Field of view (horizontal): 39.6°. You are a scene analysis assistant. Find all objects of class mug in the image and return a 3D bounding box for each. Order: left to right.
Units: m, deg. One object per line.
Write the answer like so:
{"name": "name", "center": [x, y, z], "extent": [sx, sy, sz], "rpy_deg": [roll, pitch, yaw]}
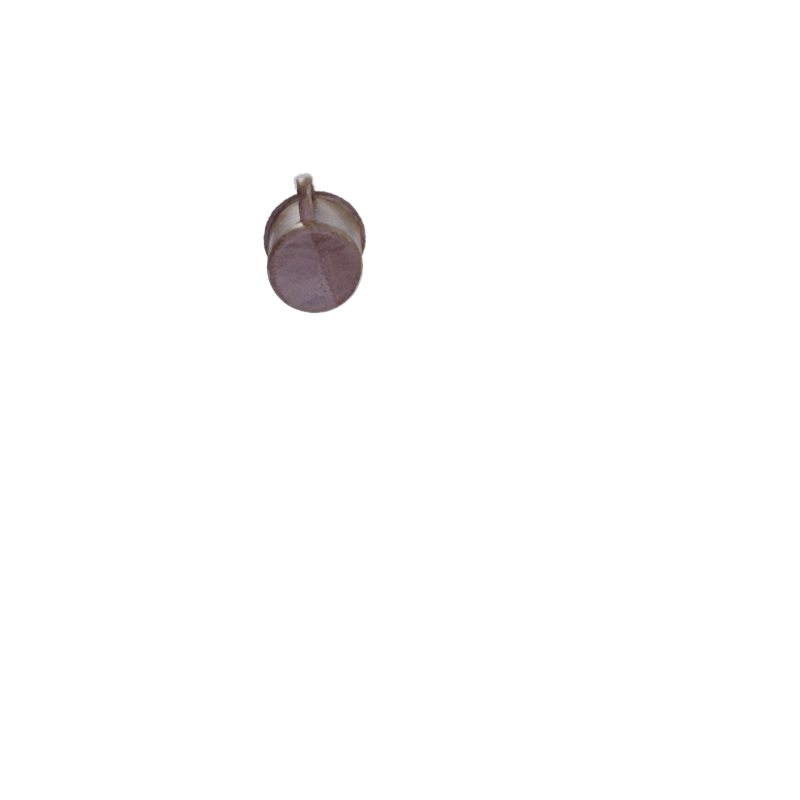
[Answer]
{"name": "mug", "center": [-0.075, -0.138, 0.964], "extent": [0.093, 0.111, 0.086], "rpy_deg": [-5, 23, 0]}
